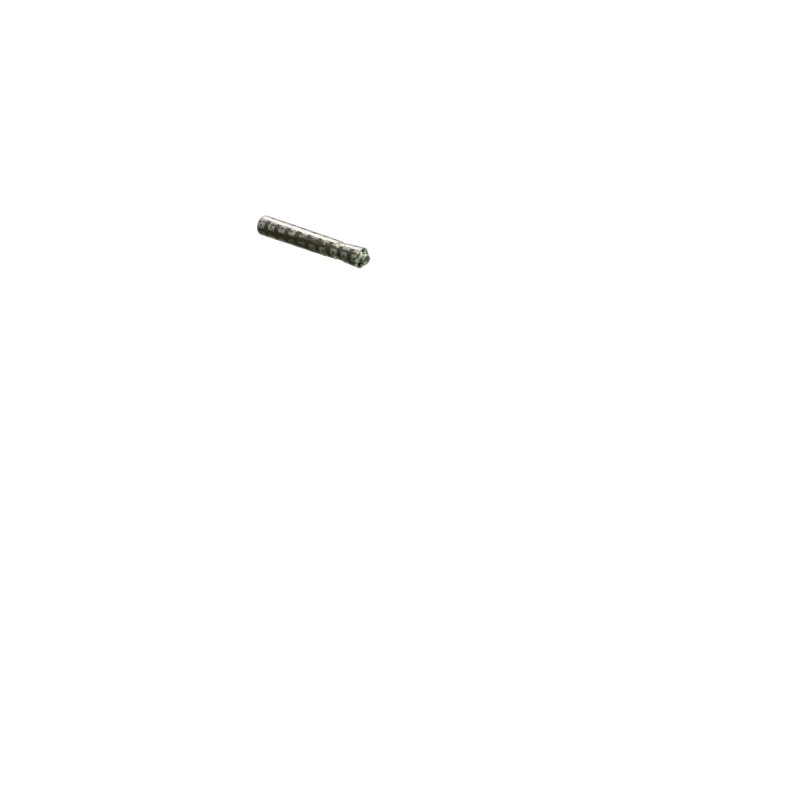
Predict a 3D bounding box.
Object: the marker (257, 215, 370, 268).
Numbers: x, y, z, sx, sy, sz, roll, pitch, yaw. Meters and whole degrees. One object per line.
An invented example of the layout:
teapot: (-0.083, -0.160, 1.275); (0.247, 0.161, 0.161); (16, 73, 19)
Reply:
marker: (-0.078, -0.141, 0.991); (0.128, 0.019, 0.019); (23, 16, 34)
